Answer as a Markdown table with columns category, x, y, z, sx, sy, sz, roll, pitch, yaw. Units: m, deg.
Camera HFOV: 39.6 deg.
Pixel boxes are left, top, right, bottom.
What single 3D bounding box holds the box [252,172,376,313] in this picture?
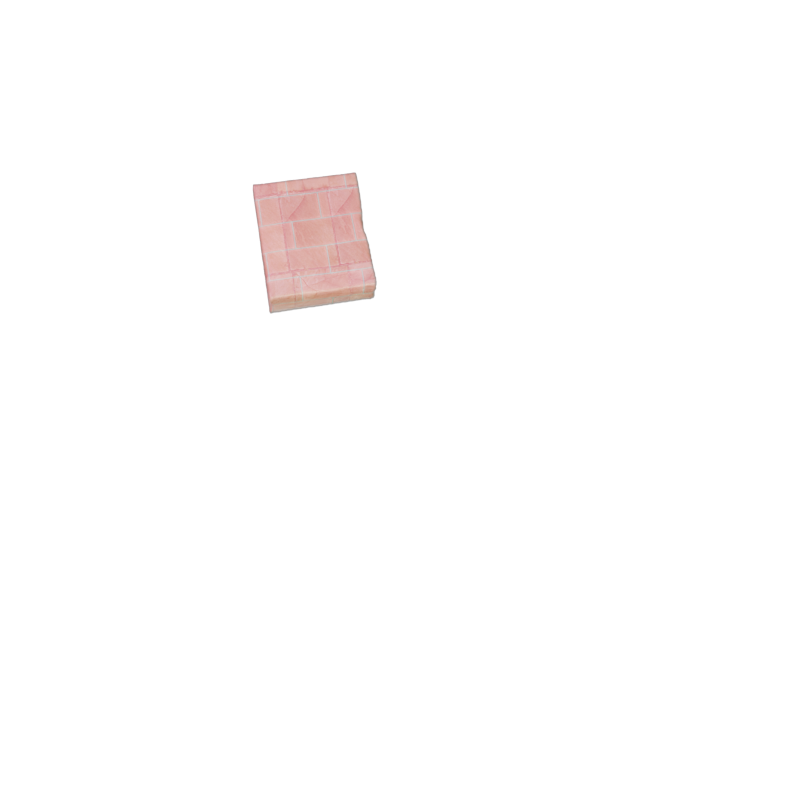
| category | x | y | z | sx | sy | sz | roll | pitch | yaw |
| --- | --- | --- | --- | --- | --- | --- | --- | --- | --- |
| box | -0.059 | -0.108 | 0.757 | 0.073 | 0.095 | 0.029 | -8 | -24 | -4 |
